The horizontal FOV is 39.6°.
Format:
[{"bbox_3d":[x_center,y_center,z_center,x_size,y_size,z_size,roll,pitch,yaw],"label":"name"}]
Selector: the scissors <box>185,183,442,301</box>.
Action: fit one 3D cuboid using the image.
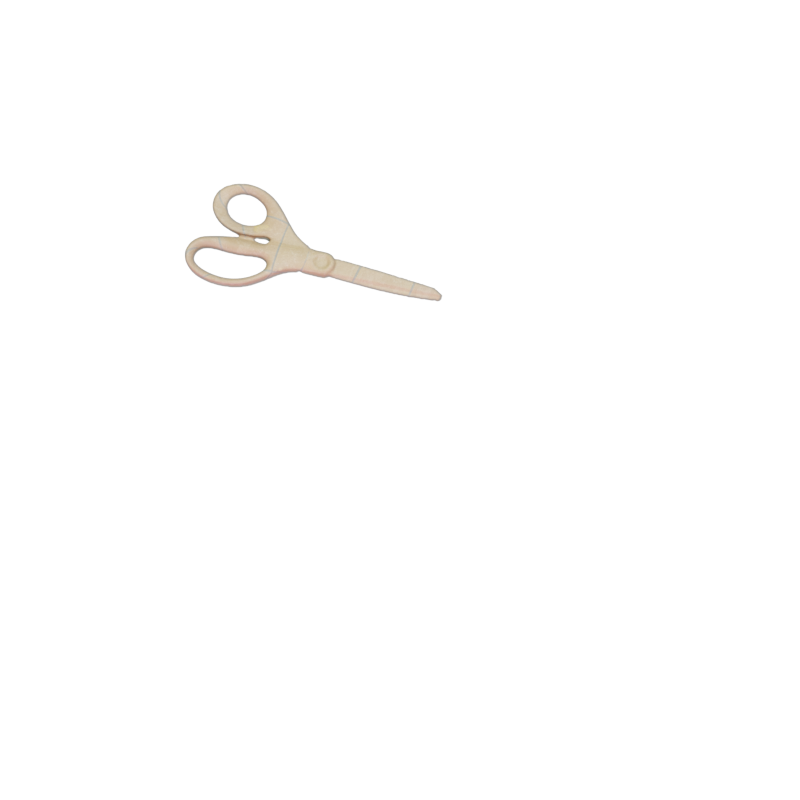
[{"bbox_3d":[-0.069,-0.126,0.881,0.202,0.101,0.015,1,-21,0],"label":"scissors"}]
